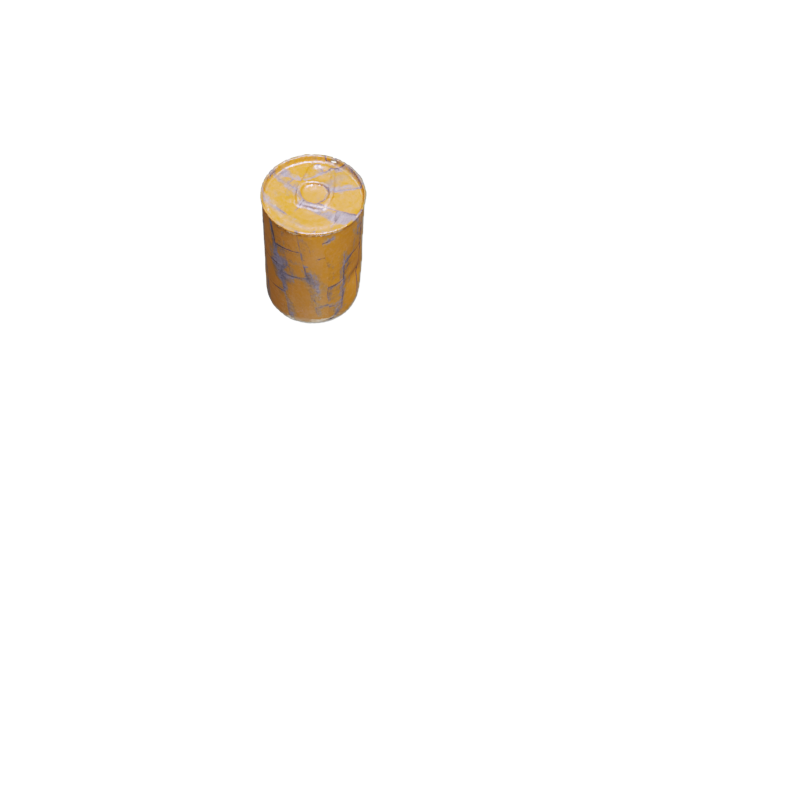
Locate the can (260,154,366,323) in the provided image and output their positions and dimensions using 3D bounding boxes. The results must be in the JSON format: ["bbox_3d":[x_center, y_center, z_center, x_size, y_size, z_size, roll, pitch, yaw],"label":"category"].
[{"bbox_3d":[-0.059,-0.107,0.747,0.068,0.073,0.096,0,-34,-3],"label":"can"}]
